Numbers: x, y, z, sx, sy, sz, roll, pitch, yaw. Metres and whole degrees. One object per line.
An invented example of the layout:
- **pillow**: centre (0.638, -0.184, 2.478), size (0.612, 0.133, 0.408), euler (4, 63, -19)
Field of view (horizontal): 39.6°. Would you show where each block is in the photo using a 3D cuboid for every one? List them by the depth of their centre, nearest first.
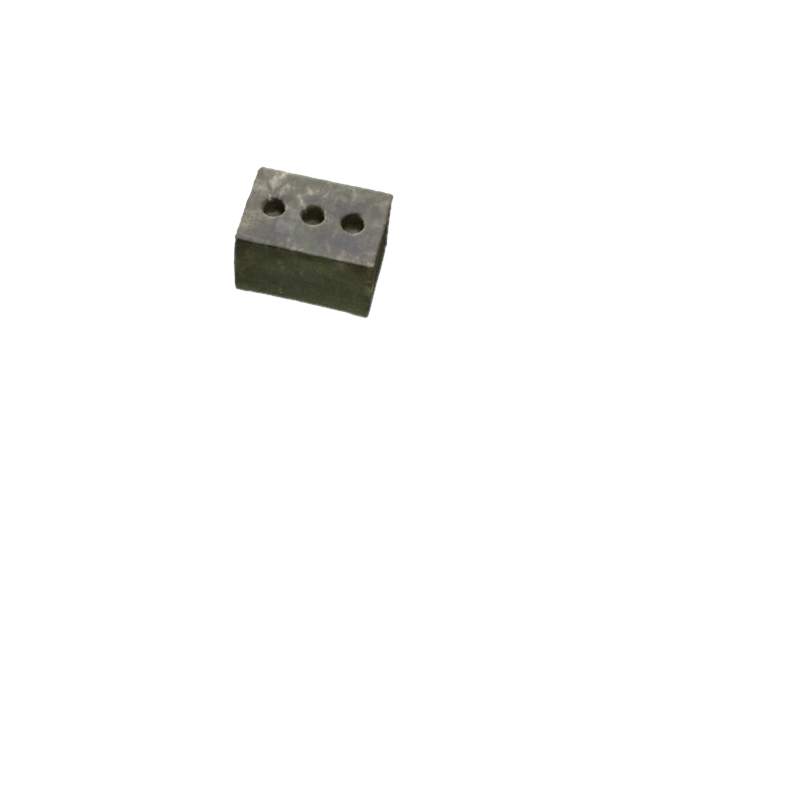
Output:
- **block**: centre (-0.048, -0.087, 0.610), size (0.079, 0.055, 0.048), euler (12, -31, 6)
